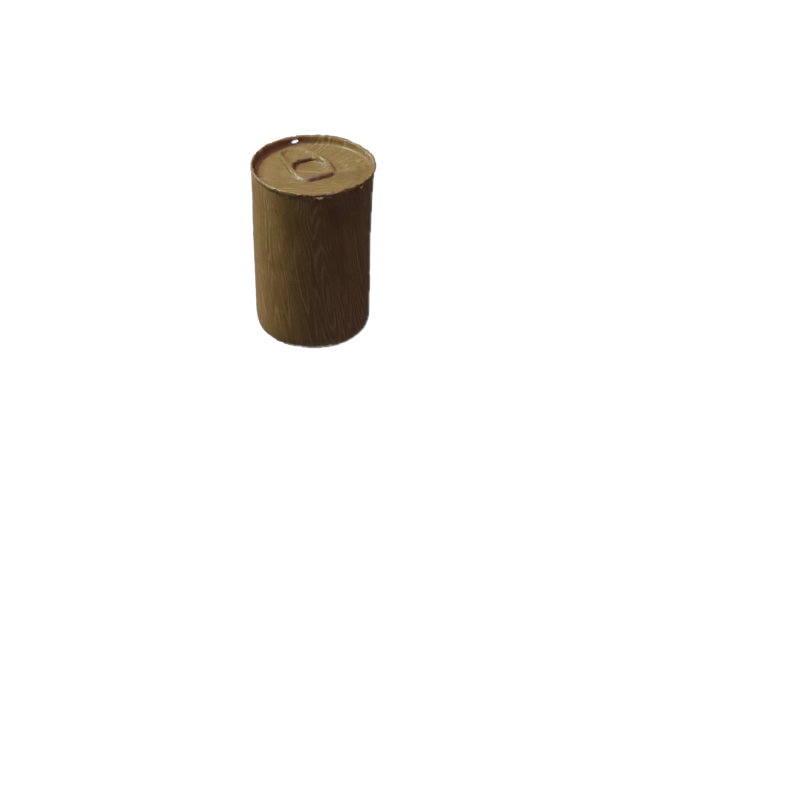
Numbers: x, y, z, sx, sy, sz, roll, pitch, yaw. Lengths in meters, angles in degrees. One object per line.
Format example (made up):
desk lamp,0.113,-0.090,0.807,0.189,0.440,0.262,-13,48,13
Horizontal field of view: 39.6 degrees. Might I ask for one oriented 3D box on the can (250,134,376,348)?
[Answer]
can,-0.049,-0.089,0.623,0.068,0.096,0.073,0,36,-3
